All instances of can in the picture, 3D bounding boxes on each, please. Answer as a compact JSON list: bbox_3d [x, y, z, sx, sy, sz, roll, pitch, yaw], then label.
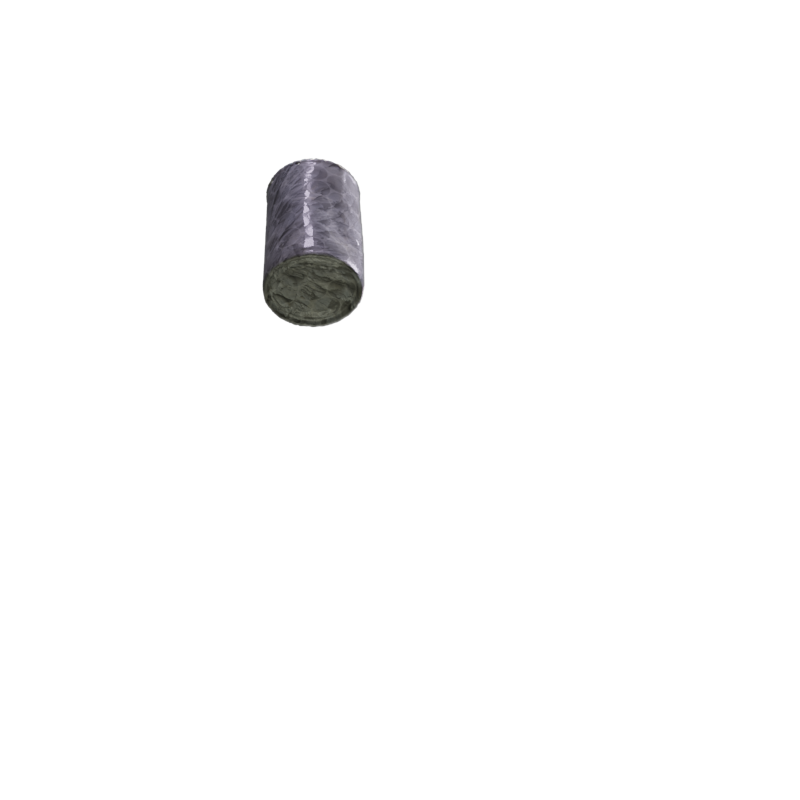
[{"bbox_3d":[-0.060,-0.109,0.760,0.068,0.064,0.110,-1,45,-3],"label":"can"}]
